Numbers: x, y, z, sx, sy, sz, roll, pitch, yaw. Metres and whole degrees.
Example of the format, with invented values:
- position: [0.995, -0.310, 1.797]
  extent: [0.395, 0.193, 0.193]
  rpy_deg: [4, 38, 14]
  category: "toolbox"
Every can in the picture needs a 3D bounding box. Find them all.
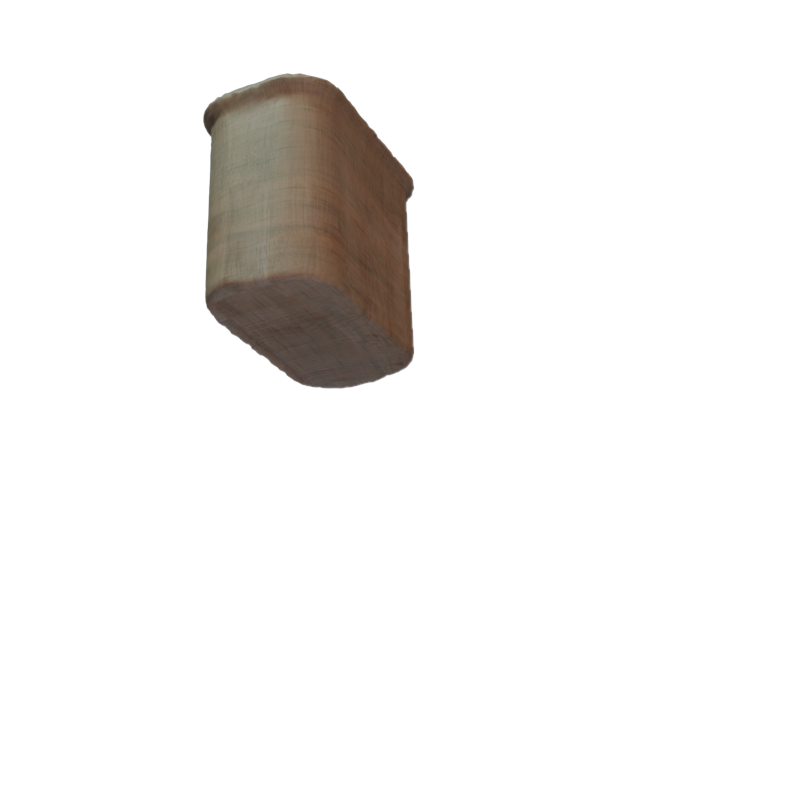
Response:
- position: [-0.034, -0.061, 0.428]
  extent: [0.058, 0.089, 0.094]
  rpy_deg: [-14, -29, 22]
  category: "can"
